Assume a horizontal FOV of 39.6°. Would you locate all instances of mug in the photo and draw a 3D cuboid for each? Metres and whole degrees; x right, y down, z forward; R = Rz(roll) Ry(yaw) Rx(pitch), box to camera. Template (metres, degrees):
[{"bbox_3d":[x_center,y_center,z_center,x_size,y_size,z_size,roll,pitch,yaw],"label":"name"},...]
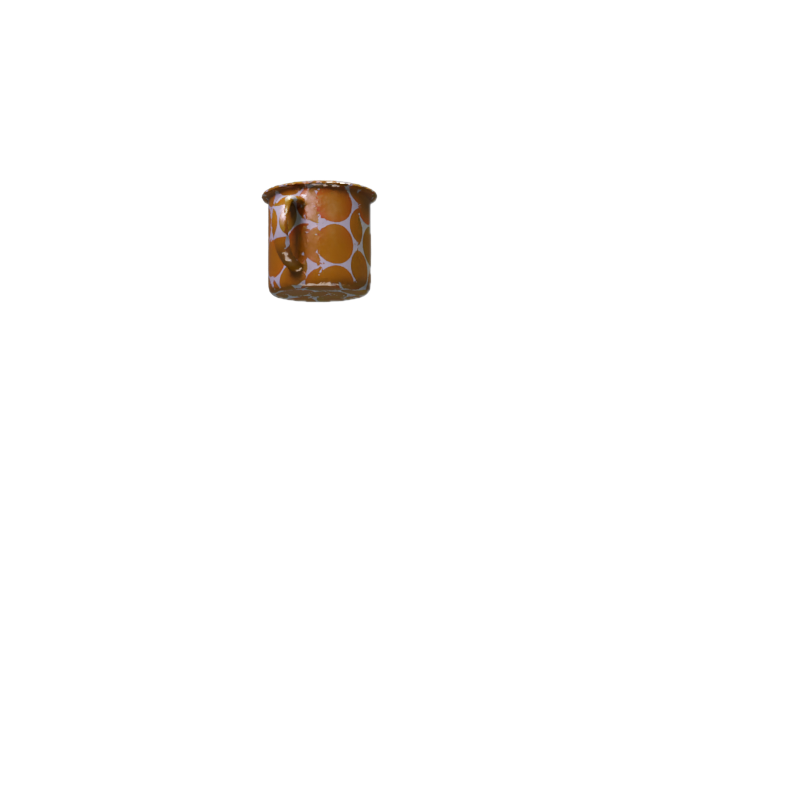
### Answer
[{"bbox_3d":[-0.068,-0.125,0.873,0.095,0.084,0.112,-4,-8,21],"label":"mug"}]
